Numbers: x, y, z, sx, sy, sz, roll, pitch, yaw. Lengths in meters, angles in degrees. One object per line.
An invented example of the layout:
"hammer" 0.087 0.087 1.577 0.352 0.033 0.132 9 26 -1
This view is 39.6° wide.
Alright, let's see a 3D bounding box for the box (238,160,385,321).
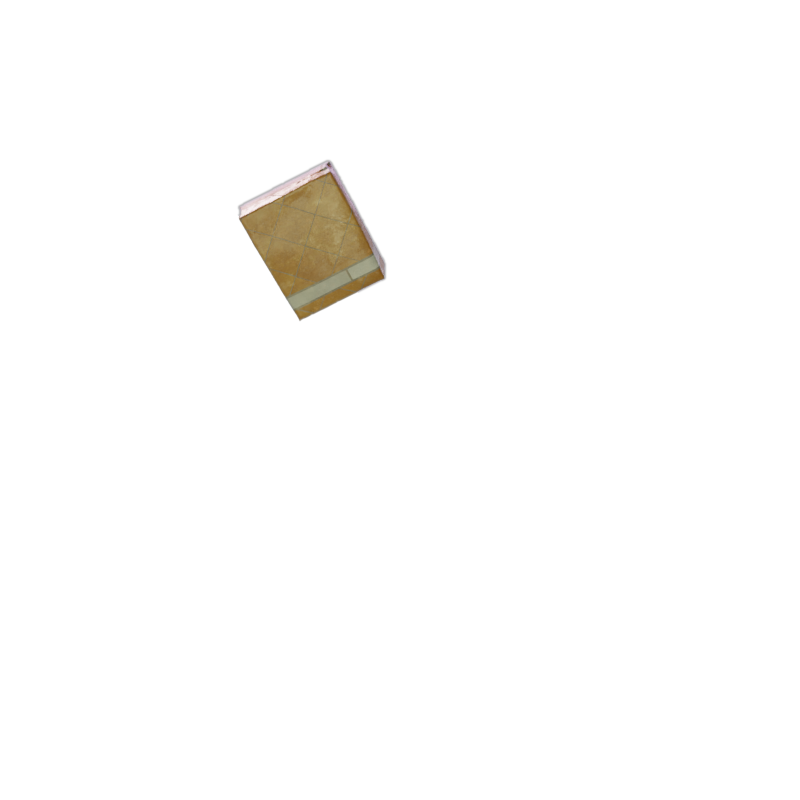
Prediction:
"box" -0.075 -0.137 0.961 0.090 0.108 0.041 -26 19 9
